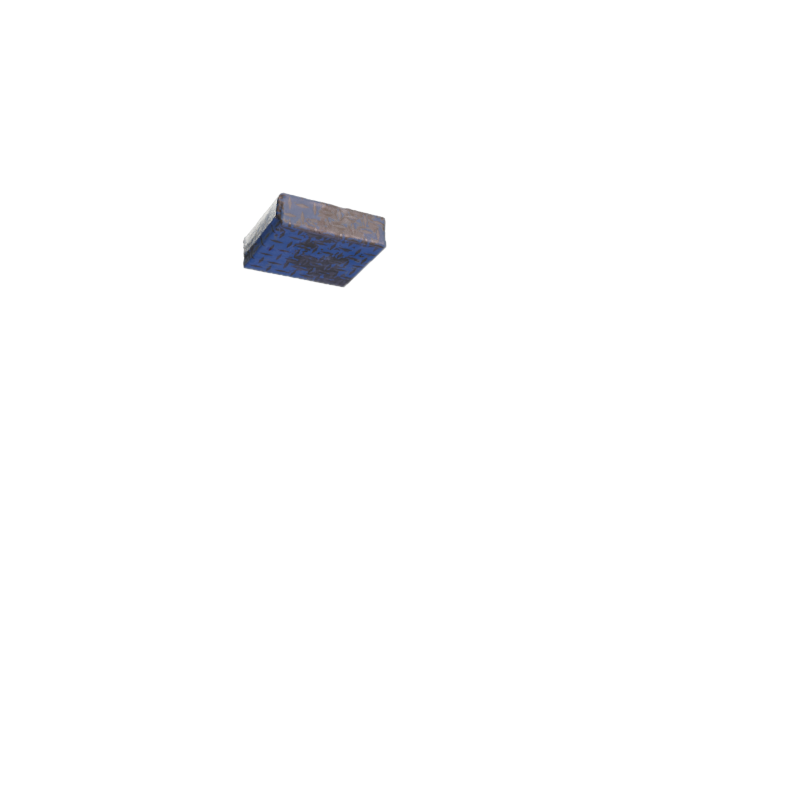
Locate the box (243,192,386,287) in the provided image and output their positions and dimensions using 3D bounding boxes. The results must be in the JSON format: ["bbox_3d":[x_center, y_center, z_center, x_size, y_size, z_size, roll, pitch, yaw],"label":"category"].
[{"bbox_3d":[-0.066,-0.120,0.840,0.086,0.032,0.072,11,-27,-23],"label":"box"}]
